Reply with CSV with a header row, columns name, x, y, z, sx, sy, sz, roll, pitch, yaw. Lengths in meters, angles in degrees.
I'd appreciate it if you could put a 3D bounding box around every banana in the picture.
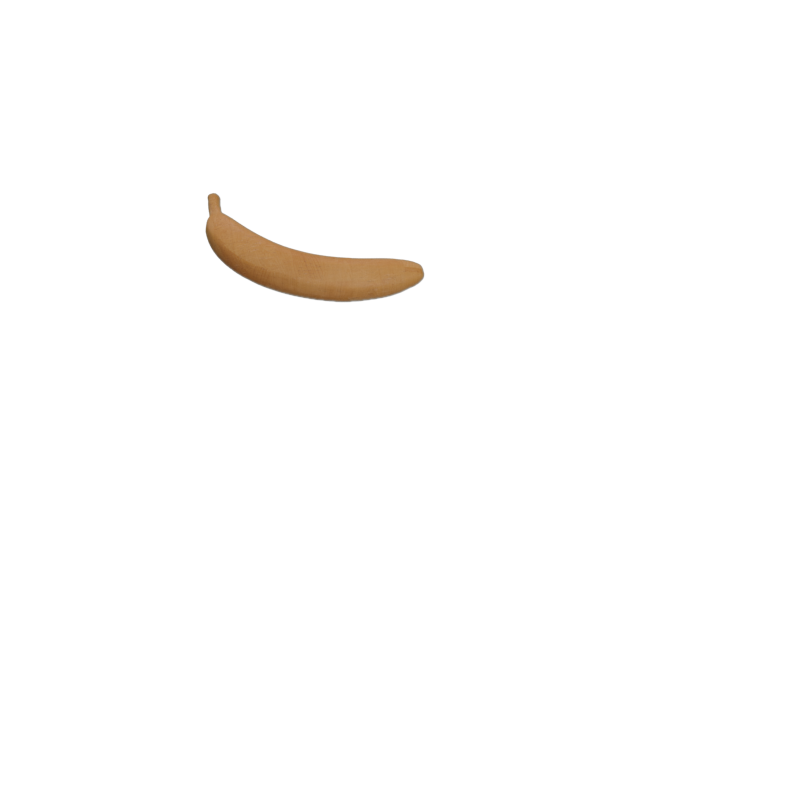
name,x,y,z,sx,sy,sz,roll,pitch,yaw
banana,-0.082,-0.116,0.909,0.202,0.072,0.035,21,-24,10
